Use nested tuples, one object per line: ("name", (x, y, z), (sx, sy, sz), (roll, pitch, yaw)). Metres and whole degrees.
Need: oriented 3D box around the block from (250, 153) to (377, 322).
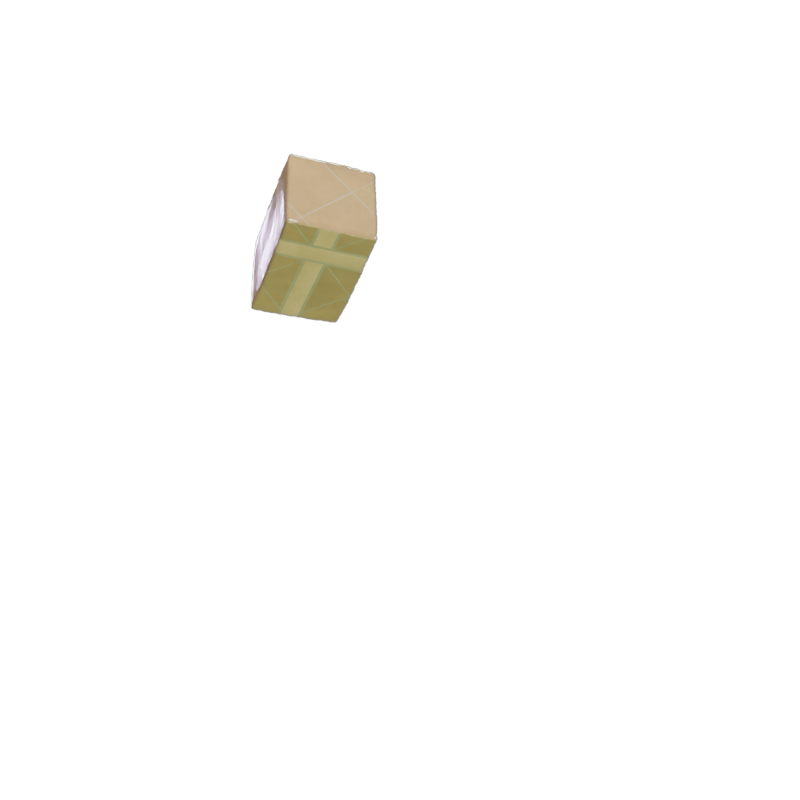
("block", (-0.049, -0.089, 0.625), (0.051, 0.055, 0.074), (12, -41, -16))
